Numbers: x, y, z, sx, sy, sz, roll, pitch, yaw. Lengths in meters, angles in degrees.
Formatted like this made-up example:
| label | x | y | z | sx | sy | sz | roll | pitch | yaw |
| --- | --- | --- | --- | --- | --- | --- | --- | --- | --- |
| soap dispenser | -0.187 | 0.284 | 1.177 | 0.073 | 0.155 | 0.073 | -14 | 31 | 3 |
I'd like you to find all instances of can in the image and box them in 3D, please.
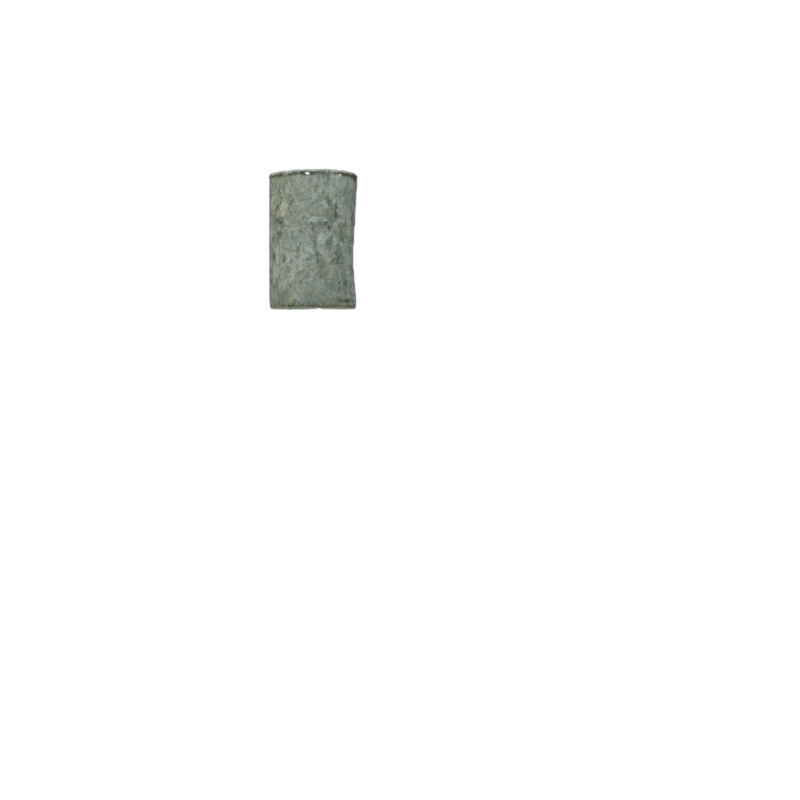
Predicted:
| label | x | y | z | sx | sy | sz | roll | pitch | yaw |
| --- | --- | --- | --- | --- | --- | --- | --- | --- | --- |
| can | -0.066 | -0.120 | 0.841 | 0.068 | 0.103 | 0.068 | 0 | -2 | -2 |
